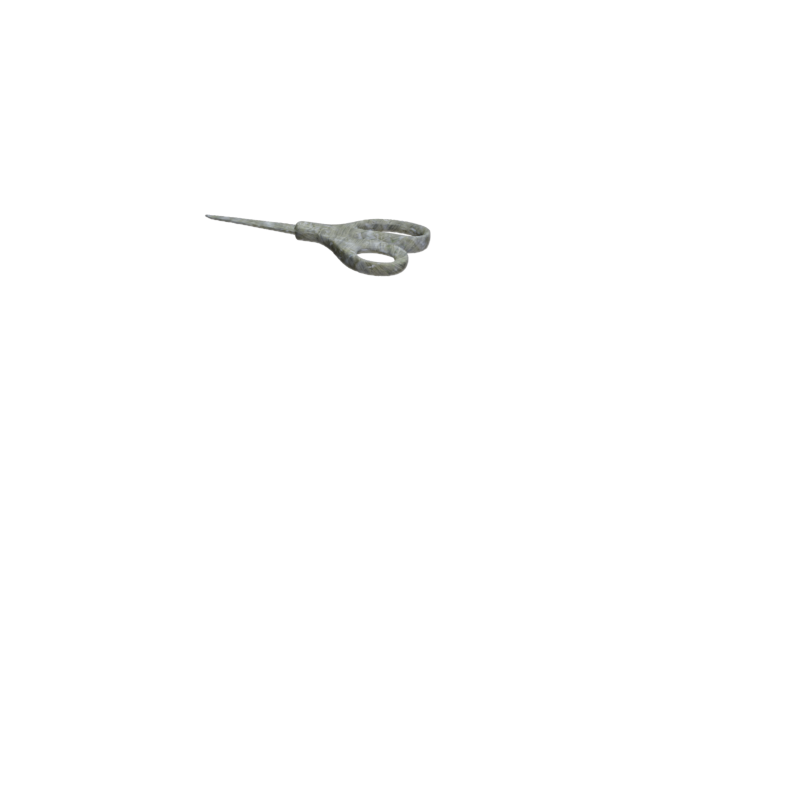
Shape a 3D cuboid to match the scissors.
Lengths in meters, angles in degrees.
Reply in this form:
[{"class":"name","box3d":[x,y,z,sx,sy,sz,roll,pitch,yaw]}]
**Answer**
[{"class":"scissors","box3d":[-0.075,-0.136,0.955,0.202,0.015,0.102,2,32,3]}]
